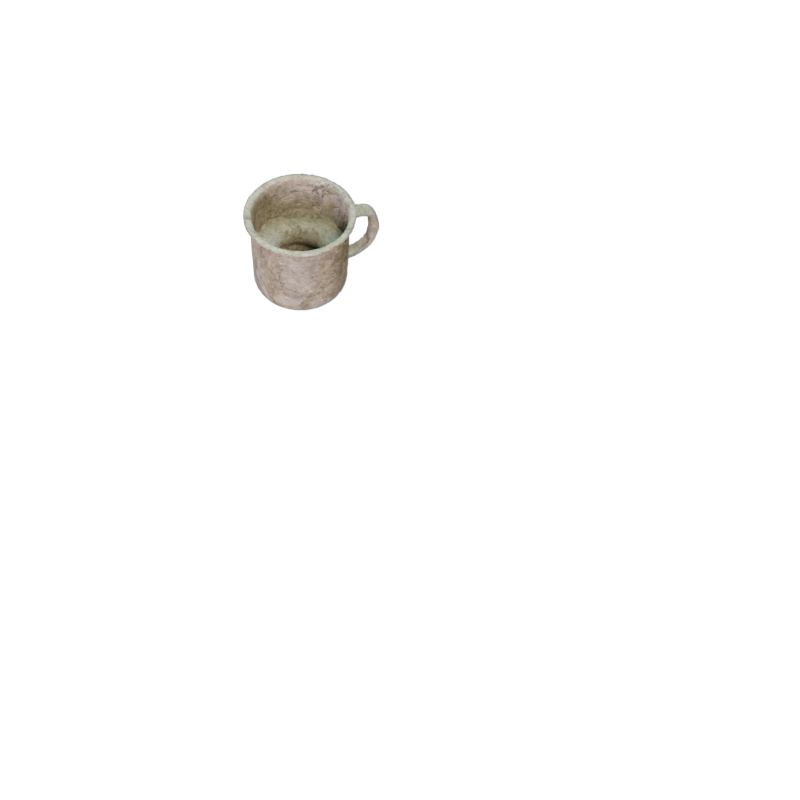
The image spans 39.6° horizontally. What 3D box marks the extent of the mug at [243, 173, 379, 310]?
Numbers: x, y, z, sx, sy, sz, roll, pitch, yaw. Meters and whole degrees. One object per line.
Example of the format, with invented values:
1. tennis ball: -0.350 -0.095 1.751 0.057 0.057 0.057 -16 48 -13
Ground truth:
1. mug: -0.073 -0.134 0.938 0.116 0.101 0.076 -19 -35 -16
